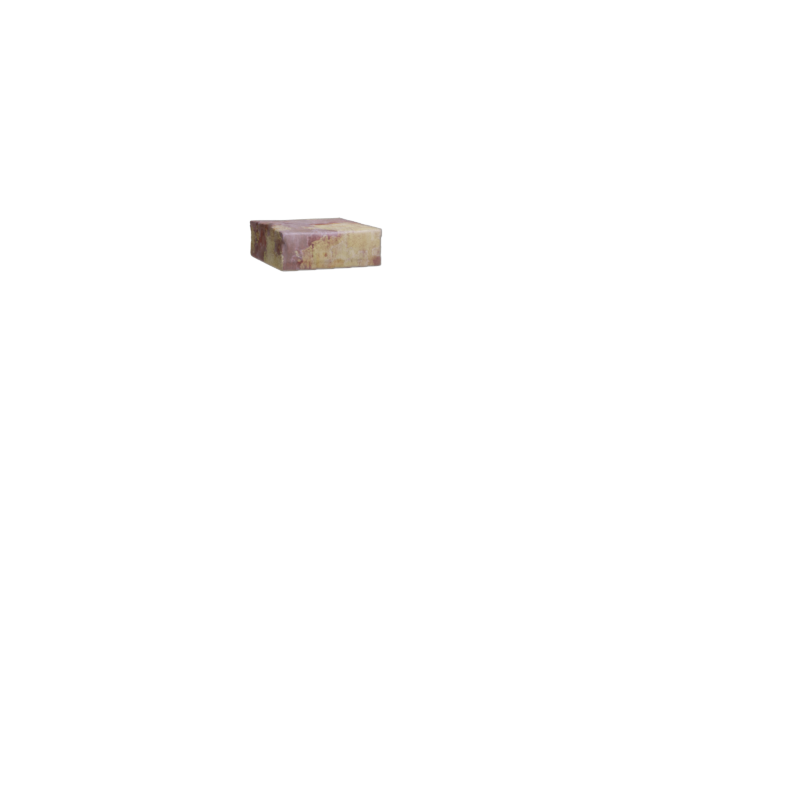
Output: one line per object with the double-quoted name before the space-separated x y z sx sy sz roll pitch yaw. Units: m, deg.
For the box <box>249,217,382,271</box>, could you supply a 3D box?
"box" -0.062 -0.114 0.797 0.071 0.029 0.093 -5 15 -20
